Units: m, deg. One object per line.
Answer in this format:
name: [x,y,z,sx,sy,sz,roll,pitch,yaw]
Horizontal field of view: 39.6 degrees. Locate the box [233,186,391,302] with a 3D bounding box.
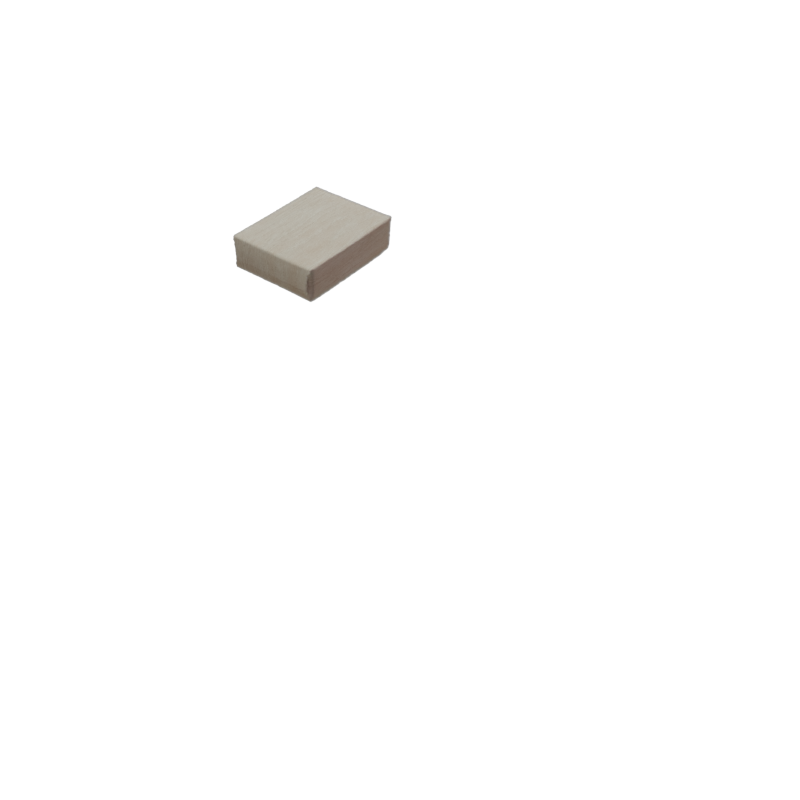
box: [-0.076,-0.139,0.973,0.095,0.036,0.114,26,43,30]
